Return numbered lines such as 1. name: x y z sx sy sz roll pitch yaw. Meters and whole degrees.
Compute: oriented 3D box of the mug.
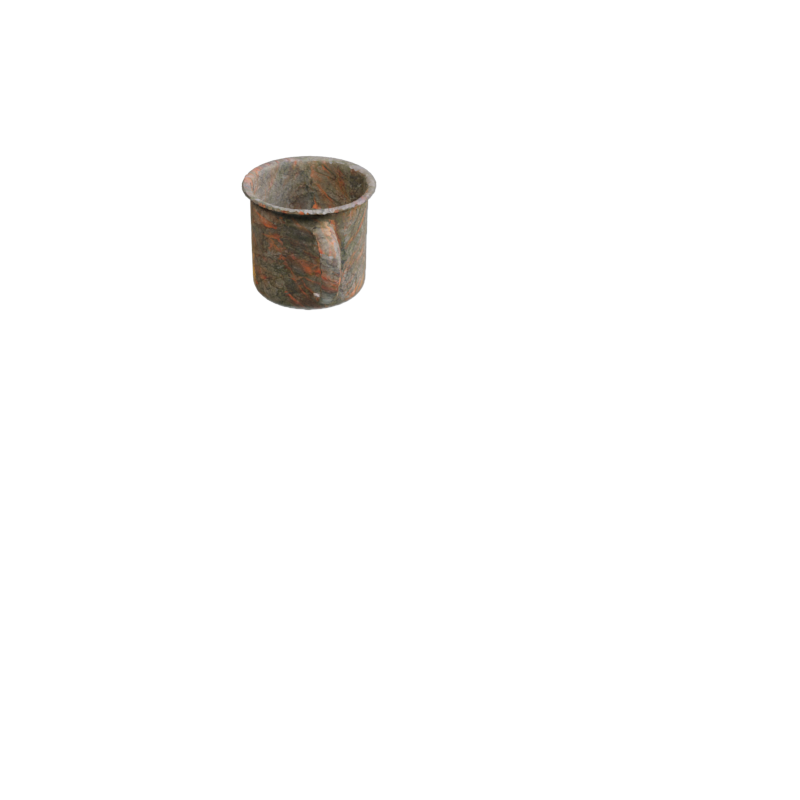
1. mug: -0.061 -0.110 0.773 0.092 0.077 0.126 -9 34 -15
